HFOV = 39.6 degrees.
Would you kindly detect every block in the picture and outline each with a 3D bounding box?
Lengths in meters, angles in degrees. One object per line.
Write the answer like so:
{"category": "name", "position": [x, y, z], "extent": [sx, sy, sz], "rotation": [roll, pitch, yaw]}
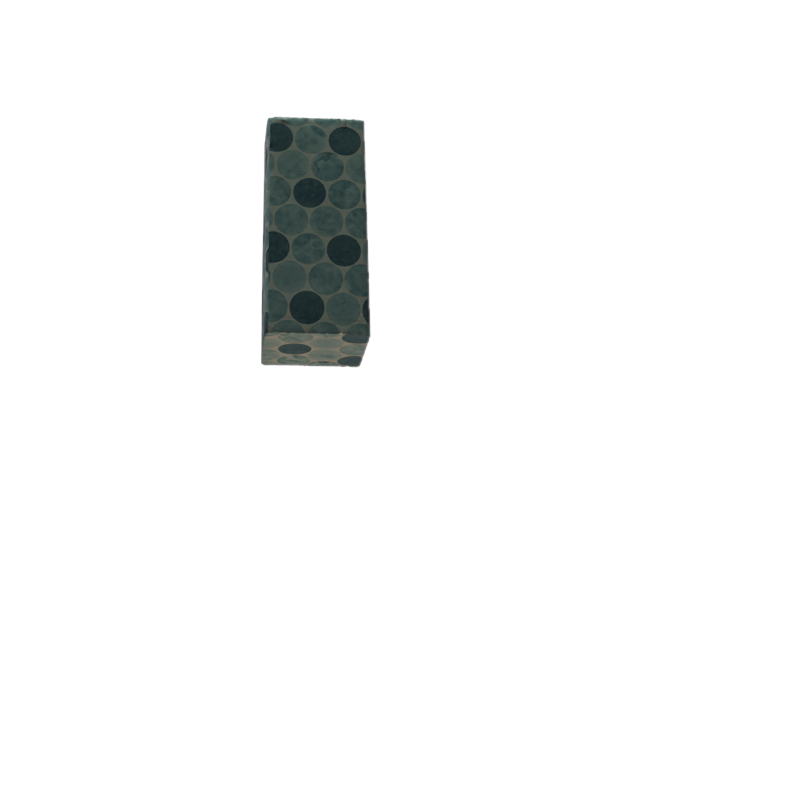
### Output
{"category": "block", "position": [-0.078, -0.143, 0.996], "extent": [0.090, 0.217, 0.086], "rotation": [1, -22, -7]}
